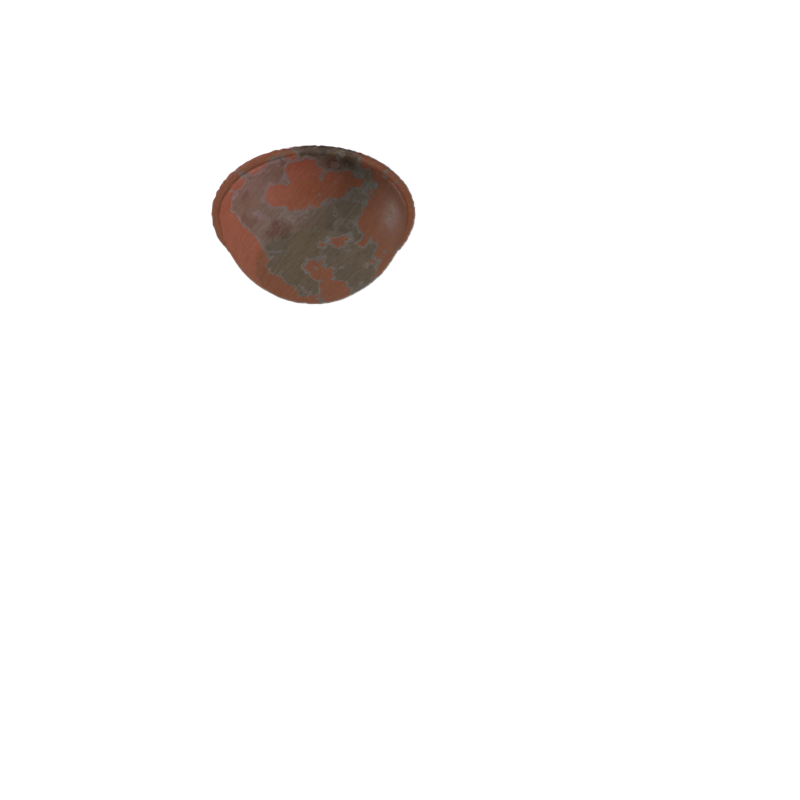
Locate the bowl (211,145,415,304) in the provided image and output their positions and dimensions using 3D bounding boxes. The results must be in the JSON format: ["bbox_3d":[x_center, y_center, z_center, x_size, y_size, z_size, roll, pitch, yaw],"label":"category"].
[{"bbox_3d":[-0.068,-0.123,0.863,0.162,0.059,0.151,1,-36,-2],"label":"bowl"}]
